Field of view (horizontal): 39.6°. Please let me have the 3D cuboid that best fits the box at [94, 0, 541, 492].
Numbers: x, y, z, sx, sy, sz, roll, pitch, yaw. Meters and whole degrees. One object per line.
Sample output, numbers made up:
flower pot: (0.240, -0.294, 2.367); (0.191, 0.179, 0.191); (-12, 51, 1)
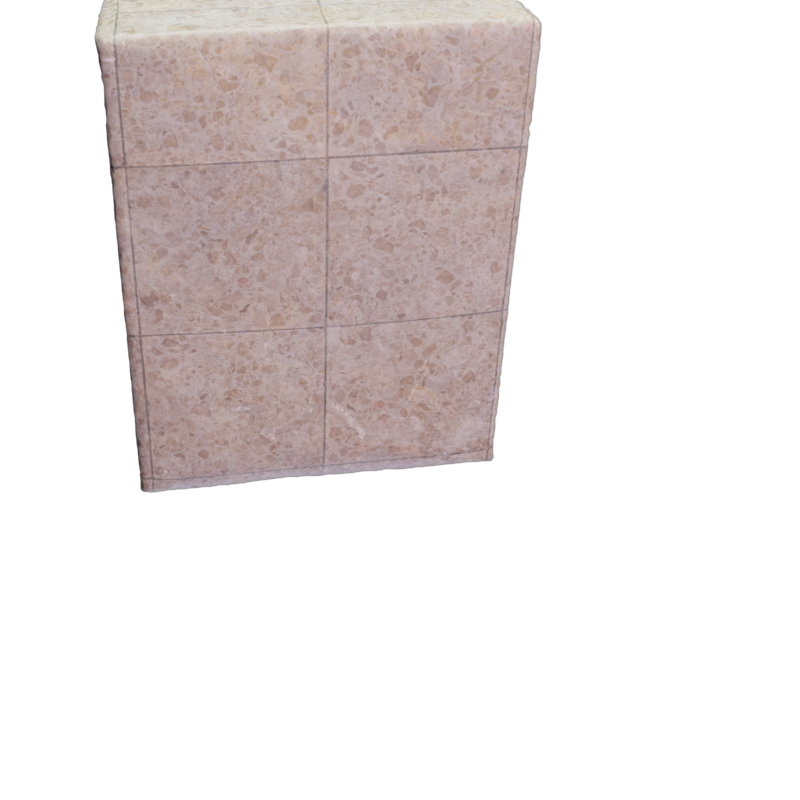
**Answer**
box: (-0.037, -0.068, 0.476); (0.163, 0.201, 0.077); (-4, 32, -8)
